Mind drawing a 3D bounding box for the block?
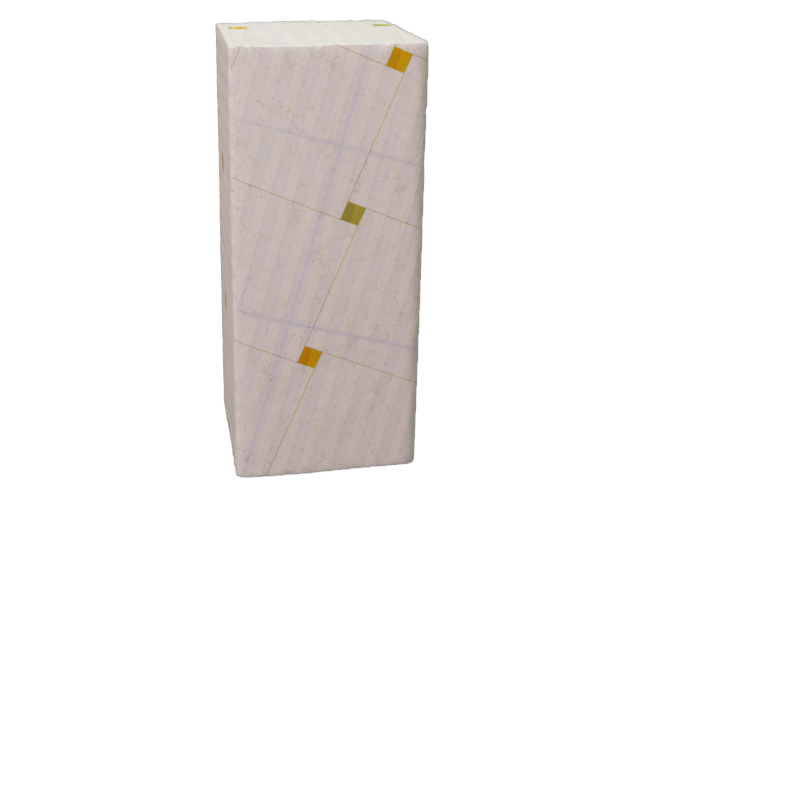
[{"bbox_3d":[-0.042,-0.078,0.546,0.089,0.198,0.096,-3,20,-11],"label":"block"}]
